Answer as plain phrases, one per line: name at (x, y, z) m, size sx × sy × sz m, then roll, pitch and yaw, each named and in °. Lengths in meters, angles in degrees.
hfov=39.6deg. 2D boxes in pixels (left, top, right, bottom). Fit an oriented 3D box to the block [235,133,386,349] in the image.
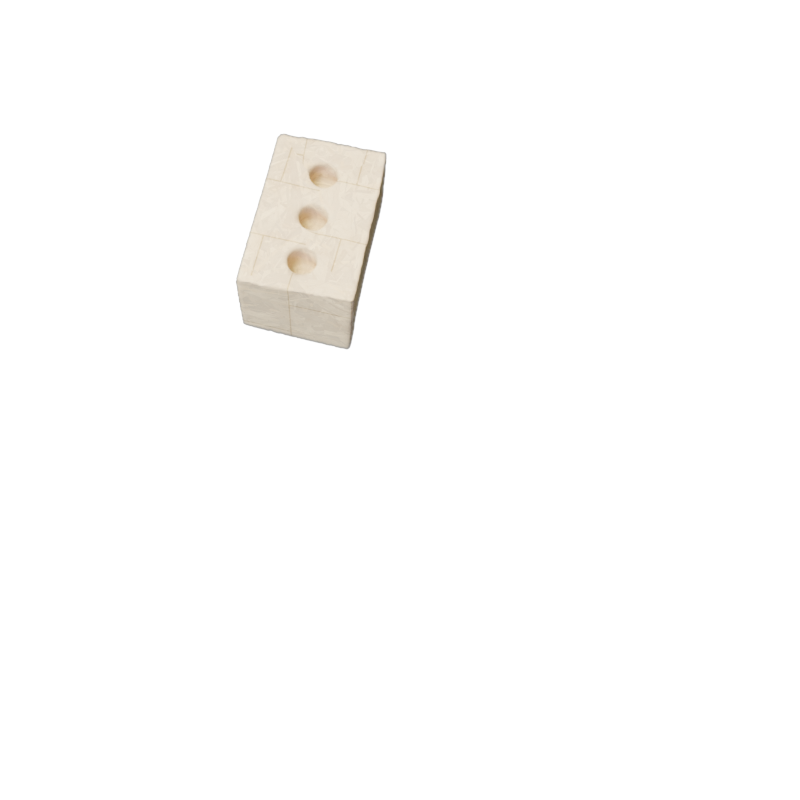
block at (-0.040, -0.072, 0.507) m, size 0.053 × 0.082 × 0.049 m, roll 11°, pitch -24°, yaw 2°
